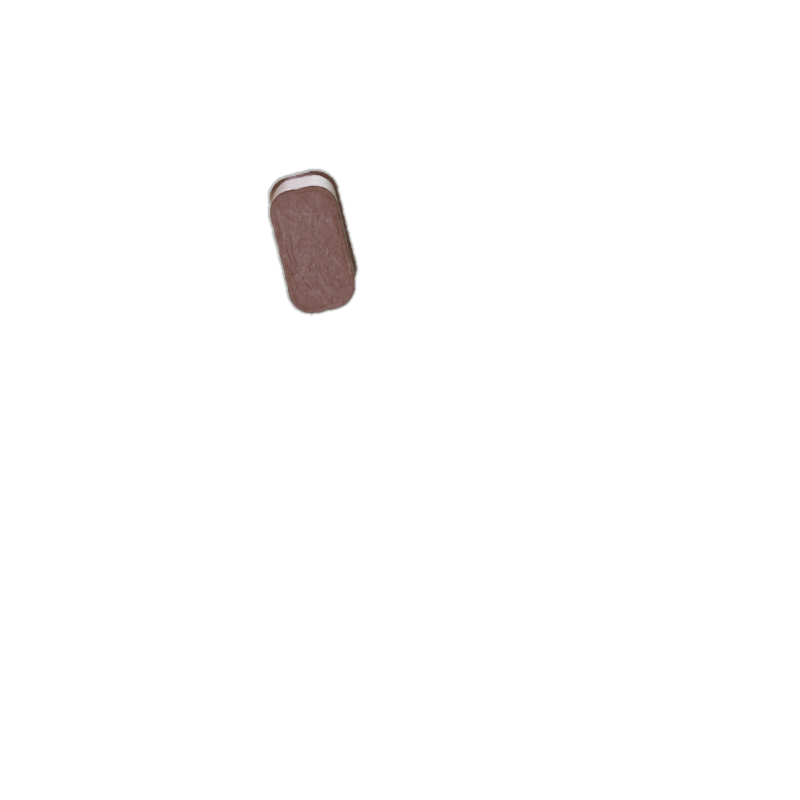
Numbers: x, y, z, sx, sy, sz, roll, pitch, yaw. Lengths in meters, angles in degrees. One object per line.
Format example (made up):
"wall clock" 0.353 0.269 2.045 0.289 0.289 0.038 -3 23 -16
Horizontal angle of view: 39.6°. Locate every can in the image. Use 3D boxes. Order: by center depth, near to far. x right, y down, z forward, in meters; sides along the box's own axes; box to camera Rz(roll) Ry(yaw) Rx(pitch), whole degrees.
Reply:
"can" -0.068 -0.123 0.865 0.057 0.099 0.086 -13 13 0
